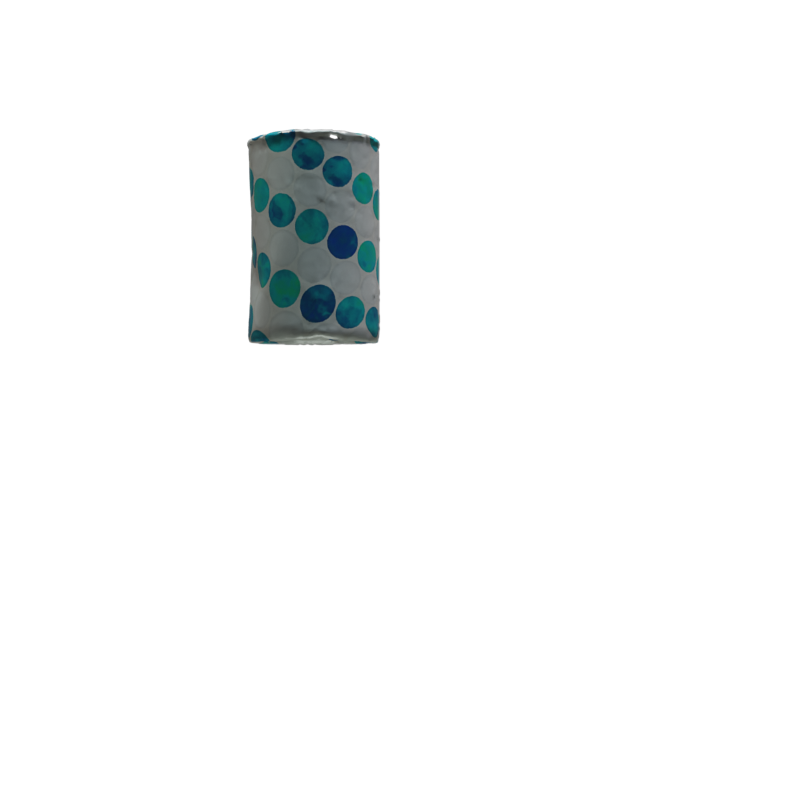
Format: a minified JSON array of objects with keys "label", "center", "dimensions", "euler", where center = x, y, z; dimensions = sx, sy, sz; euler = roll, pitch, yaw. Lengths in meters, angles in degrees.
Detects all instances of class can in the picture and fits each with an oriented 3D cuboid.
[{"label":"can","center":[-0.044,-0.080,0.560],"dimensions":[0.068,0.104,0.068],"euler":[0,-5,-2]}]
